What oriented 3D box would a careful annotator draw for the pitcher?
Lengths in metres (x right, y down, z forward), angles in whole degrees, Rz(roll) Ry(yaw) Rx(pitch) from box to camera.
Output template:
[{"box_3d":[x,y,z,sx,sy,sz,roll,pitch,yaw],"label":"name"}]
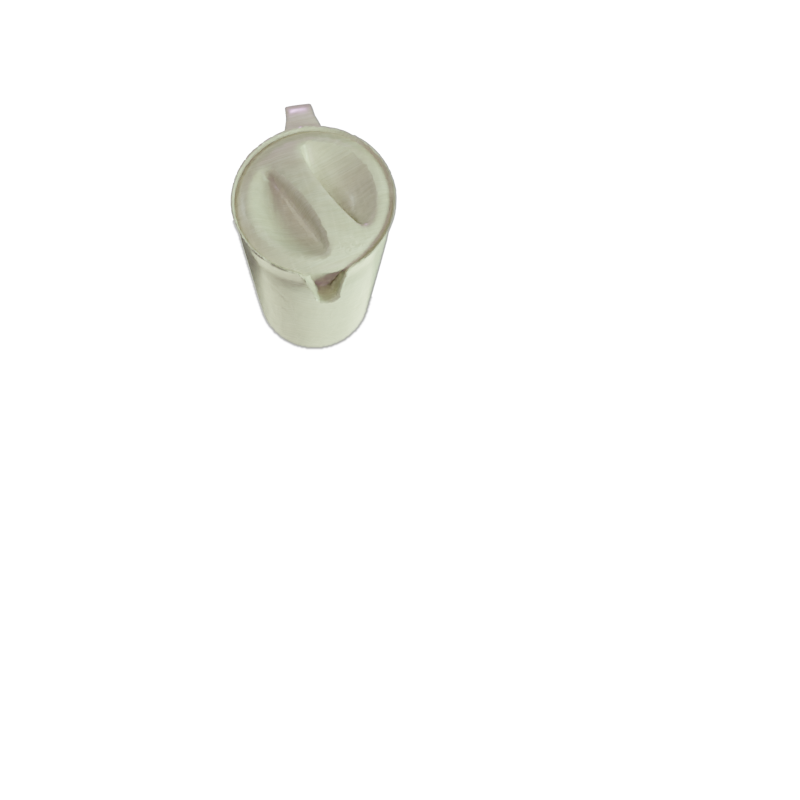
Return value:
[{"box_3d":[-0.078,-0.142,0.997,0.149,0.152,0.232,34,-16,8],"label":"pitcher"}]
